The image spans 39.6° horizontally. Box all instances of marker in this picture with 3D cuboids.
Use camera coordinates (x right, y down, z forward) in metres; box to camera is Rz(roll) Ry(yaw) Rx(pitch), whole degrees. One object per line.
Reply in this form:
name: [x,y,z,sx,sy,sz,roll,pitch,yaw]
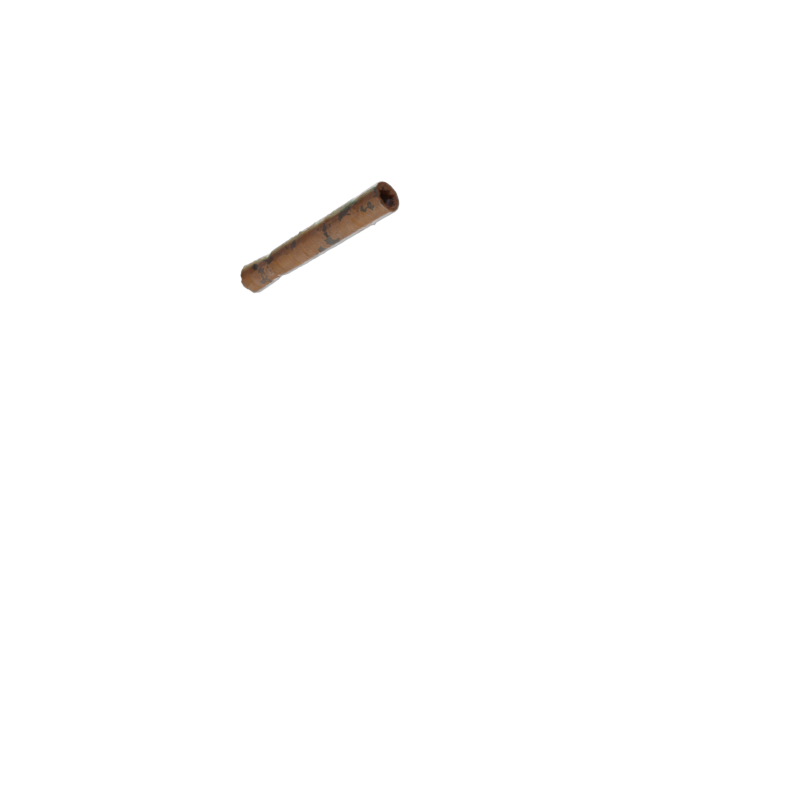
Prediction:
marker: [-0.050,-0.091,0.640,0.121,0.020,0.019,-25,-13,38]
